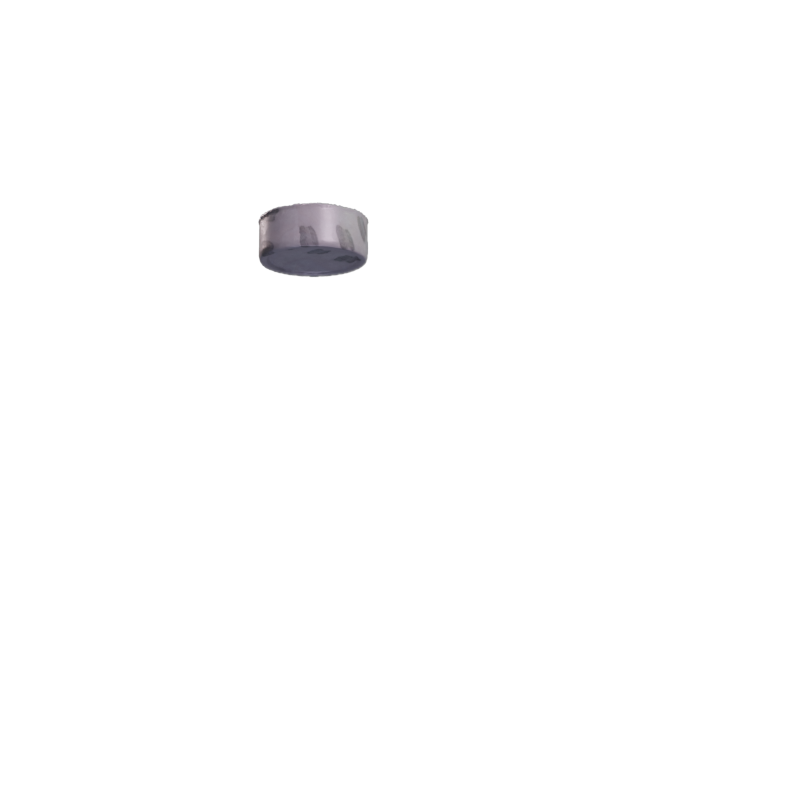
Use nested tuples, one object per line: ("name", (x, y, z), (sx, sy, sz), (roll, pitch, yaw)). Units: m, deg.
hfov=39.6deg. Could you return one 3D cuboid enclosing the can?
("can", (-0.067, -0.123, 0.860), (0.086, 0.035, 0.083), (0, -12, -2))
